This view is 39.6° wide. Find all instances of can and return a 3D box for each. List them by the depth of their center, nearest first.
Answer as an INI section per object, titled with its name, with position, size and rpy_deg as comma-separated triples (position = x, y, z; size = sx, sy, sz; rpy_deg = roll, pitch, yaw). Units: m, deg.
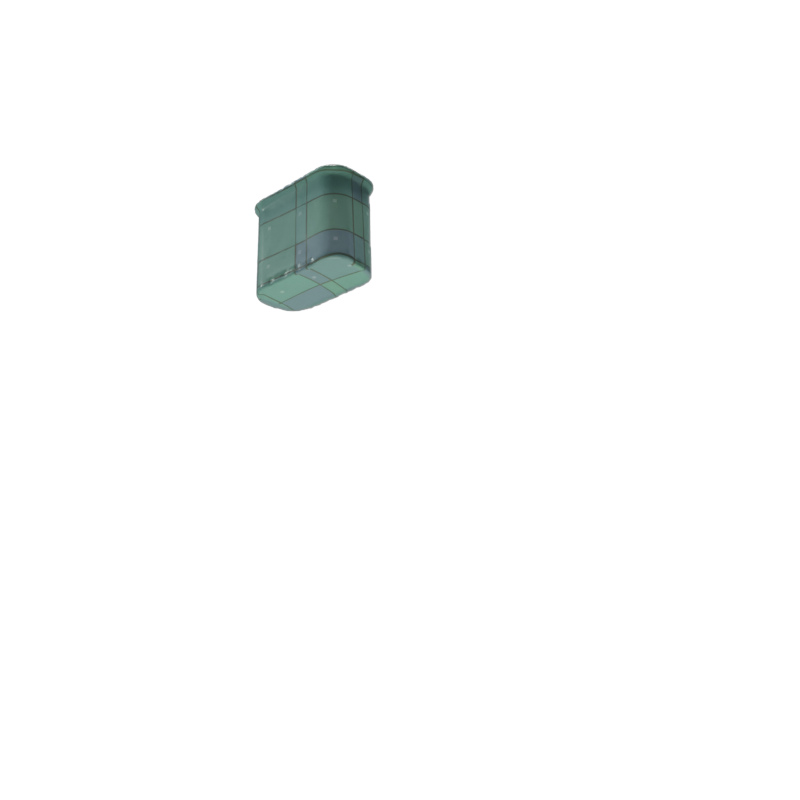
[can]
position = -0.069, -0.126, 0.880
size = 0.102, 0.089, 0.054
rpy_deg = -22, -34, 36
